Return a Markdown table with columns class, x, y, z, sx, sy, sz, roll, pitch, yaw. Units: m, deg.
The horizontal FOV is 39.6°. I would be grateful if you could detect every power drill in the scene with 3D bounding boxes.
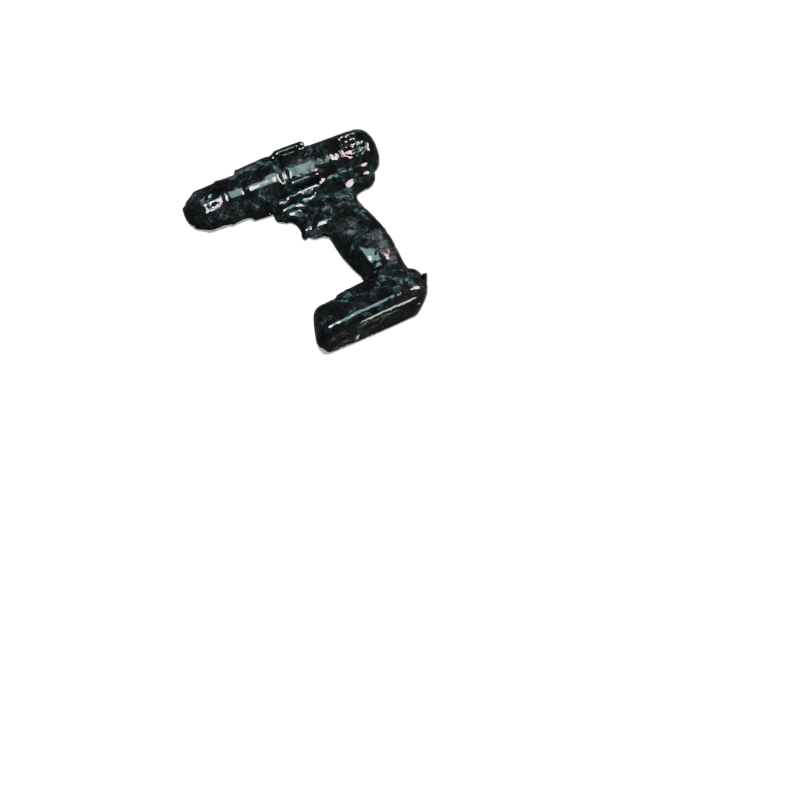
| class | x | y | z | sx | sy | sz | roll | pitch | yaw |
| --- | --- | --- | --- | --- | --- | --- | --- | --- | --- |
| power drill | -0.075 | -0.137 | 0.961 | 0.184 | 0.199 | 0.054 | -23 | -23 | -11 |
